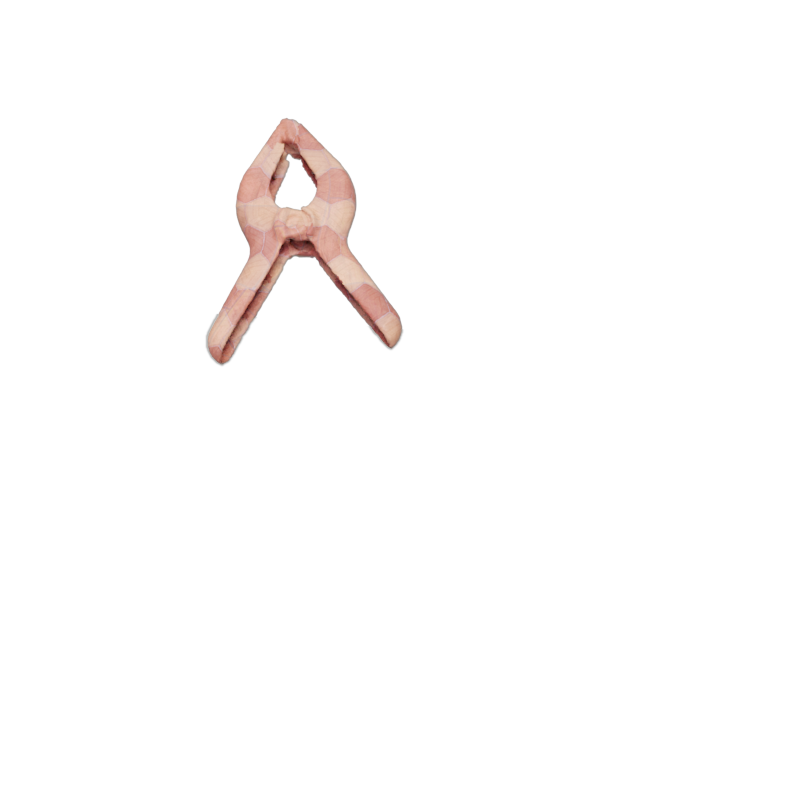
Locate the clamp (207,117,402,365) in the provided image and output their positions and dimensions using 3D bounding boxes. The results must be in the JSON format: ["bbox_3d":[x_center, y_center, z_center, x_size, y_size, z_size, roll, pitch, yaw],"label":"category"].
[{"bbox_3d":[-0.056,-0.102,0.716,0.120,0.180,0.037,4,-21,1],"label":"clamp"}]
